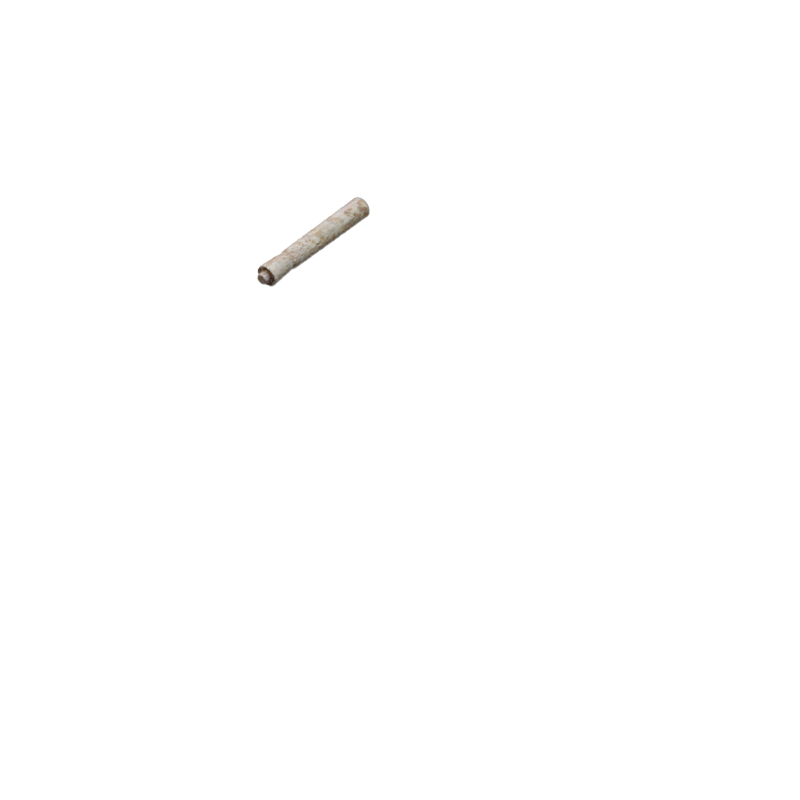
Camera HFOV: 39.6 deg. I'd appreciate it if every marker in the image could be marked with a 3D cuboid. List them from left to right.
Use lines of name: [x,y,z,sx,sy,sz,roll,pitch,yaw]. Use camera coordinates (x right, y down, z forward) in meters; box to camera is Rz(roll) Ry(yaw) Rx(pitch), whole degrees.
marker: [-0.069,-0.126,0.884,0.021,0.019,0.122,3,36,46]
